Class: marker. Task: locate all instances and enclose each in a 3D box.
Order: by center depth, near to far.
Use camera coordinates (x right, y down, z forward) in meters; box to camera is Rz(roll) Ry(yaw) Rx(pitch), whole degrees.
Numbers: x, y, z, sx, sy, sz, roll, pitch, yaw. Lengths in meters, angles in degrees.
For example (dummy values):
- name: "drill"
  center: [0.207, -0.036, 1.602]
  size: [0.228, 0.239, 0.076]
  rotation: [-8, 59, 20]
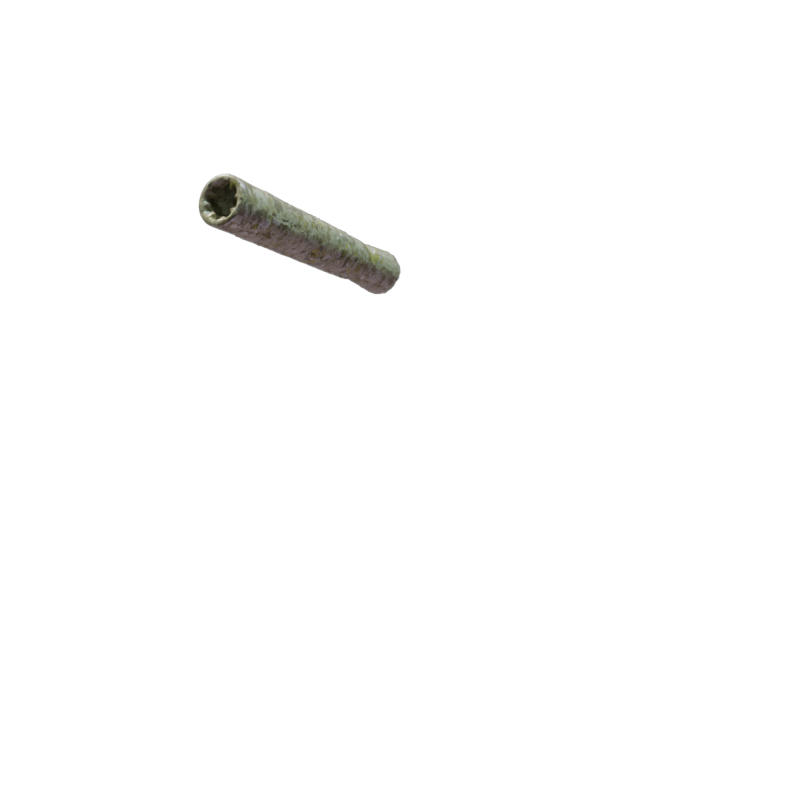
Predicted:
- name: "marker"
  center: [-0.033, -0.060, 0.420]
  size: [0.020, 0.020, 0.114]
  rotation: [3, -6, 29]
